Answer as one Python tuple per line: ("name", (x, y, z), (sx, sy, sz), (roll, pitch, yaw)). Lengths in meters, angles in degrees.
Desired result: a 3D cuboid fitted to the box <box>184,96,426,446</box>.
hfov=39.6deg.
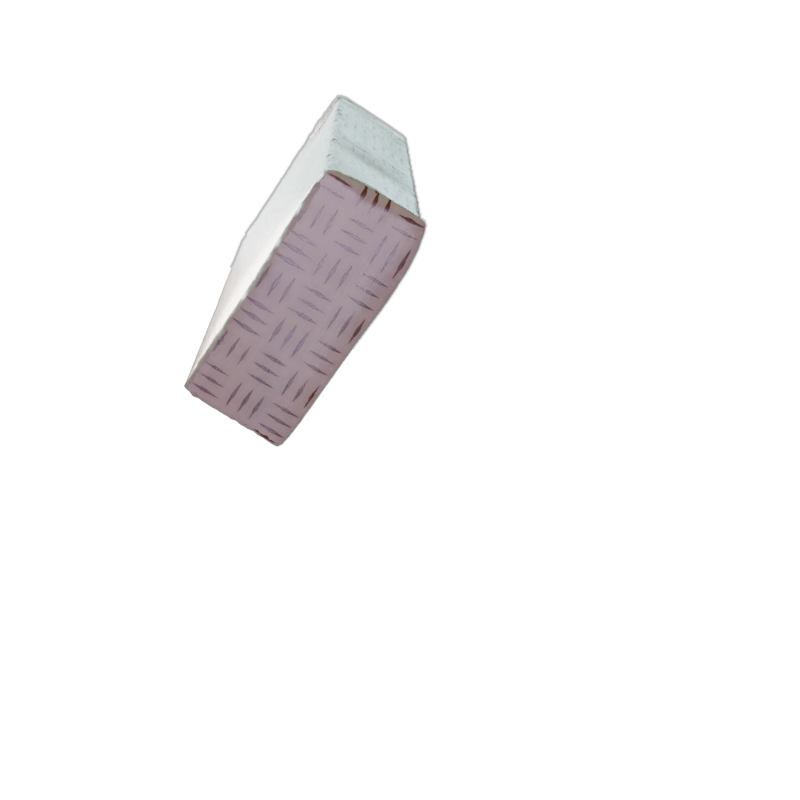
("box", (-0.035, -0.063, 0.444), (0.047, 0.092, 0.185), (32, 17, -16))
